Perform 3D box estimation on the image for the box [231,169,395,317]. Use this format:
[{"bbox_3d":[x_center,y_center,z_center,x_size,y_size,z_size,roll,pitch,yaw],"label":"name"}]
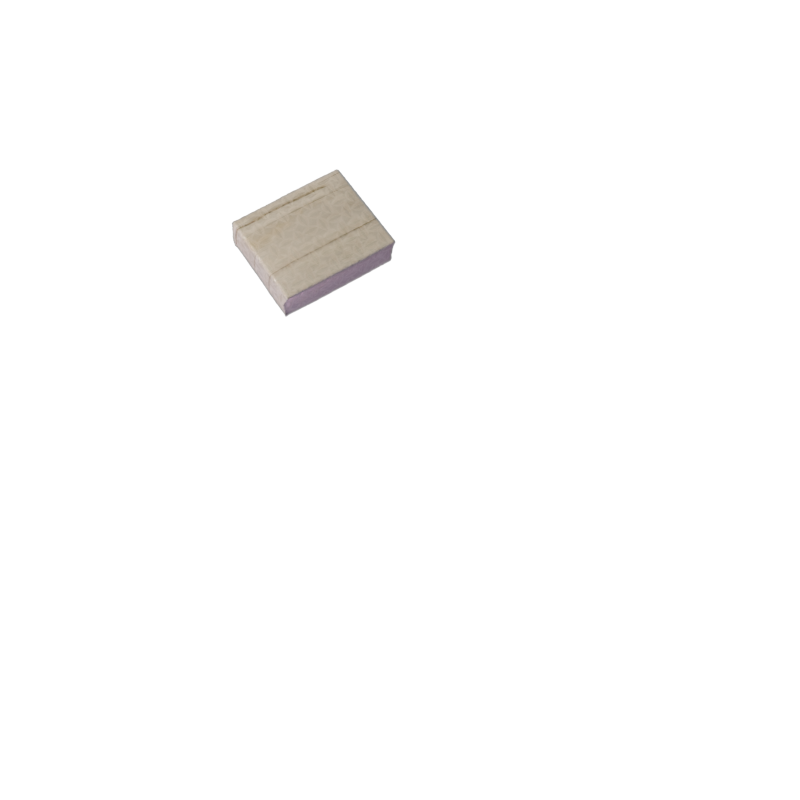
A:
[{"bbox_3d":[-0.075,-0.137,0.958,0.113,0.095,0.037,-31,-25,-16],"label":"box"}]
